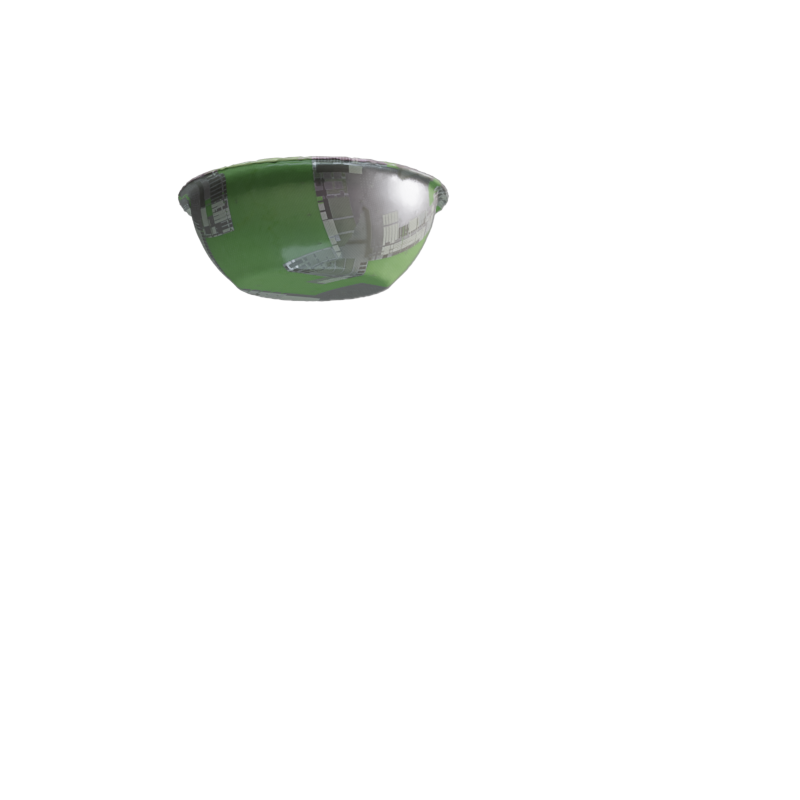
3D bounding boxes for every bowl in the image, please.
[{"bbox_3d":[-0.051,-0.094,0.657,0.162,0.056,0.158,0,-7,-2],"label":"bowl"}]
